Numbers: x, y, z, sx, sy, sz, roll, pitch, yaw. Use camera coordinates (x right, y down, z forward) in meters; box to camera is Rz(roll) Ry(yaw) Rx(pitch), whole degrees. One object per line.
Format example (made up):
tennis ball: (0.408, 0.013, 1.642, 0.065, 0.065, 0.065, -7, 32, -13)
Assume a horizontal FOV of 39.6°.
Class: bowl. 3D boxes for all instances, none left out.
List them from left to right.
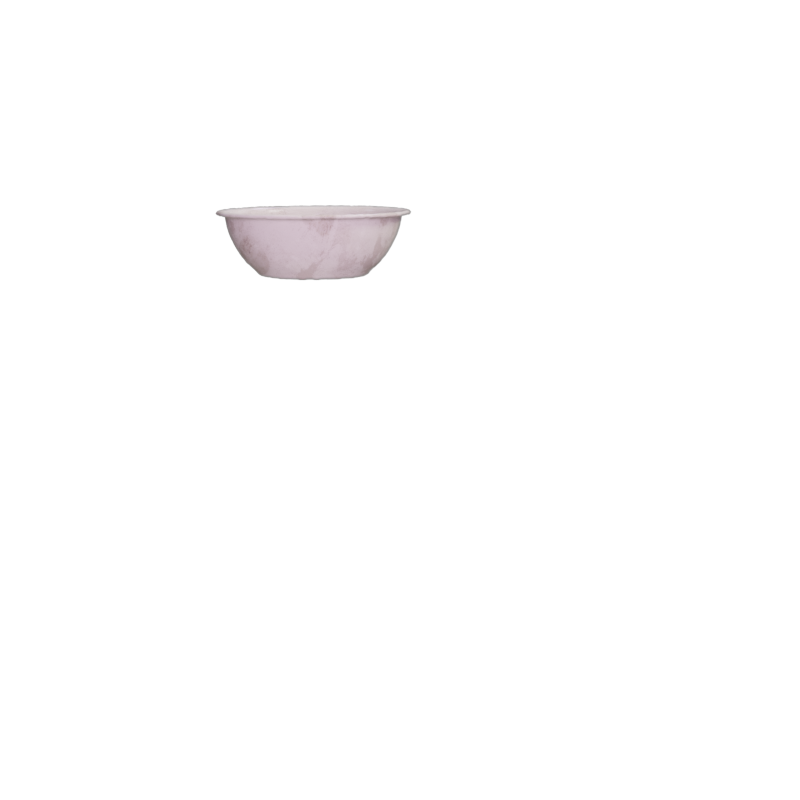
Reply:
bowl: (-0.072, -0.132, 0.923, 0.162, 0.054, 0.166, 0, 11, -2)
